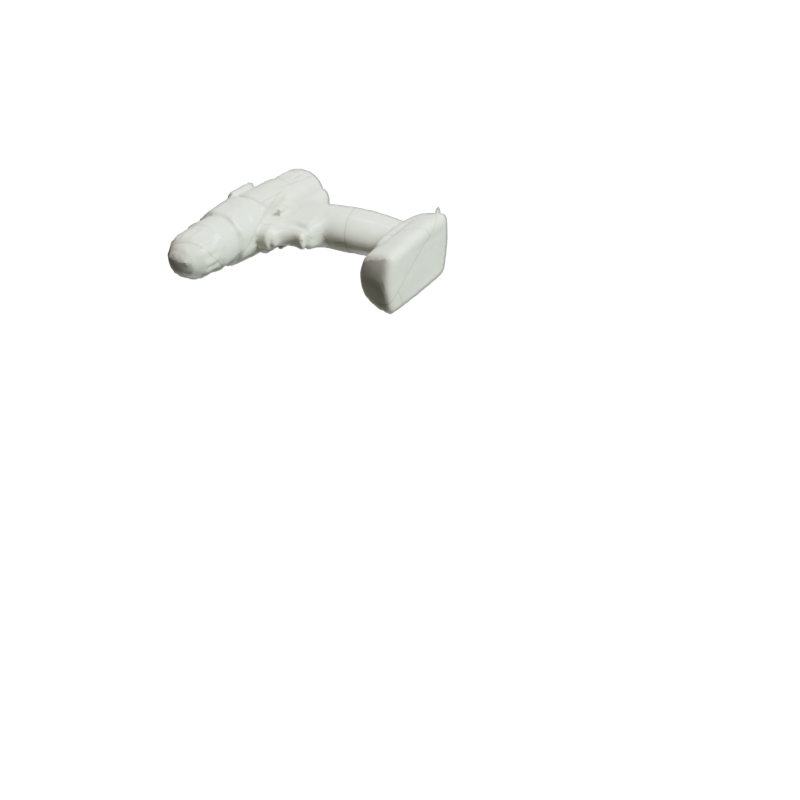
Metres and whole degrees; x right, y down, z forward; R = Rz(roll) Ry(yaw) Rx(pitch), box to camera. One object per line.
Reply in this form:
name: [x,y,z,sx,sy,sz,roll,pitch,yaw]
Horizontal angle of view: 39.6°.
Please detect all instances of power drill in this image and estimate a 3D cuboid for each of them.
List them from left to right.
power drill: [-0.071,-0.129,0.903,0.197,0.054,0.187,19,38,26]
